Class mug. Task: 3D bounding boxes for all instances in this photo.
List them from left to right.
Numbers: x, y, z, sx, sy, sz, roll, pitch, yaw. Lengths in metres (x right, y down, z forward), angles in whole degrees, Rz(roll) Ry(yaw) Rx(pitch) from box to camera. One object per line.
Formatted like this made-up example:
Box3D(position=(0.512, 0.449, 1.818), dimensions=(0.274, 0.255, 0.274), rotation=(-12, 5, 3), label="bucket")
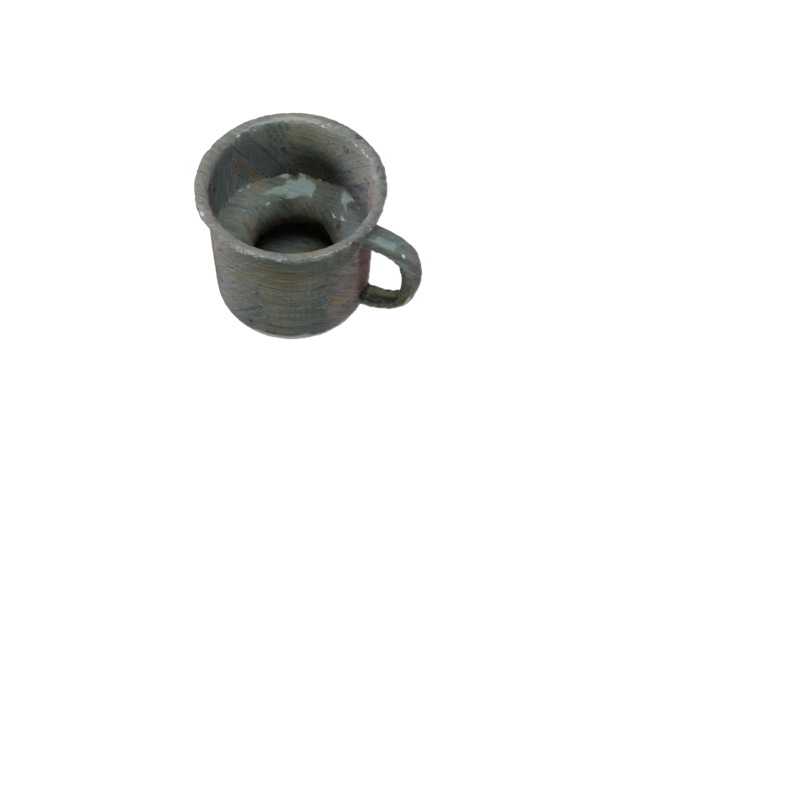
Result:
Box3D(position=(-0.044, -0.080, 0.560), dimensions=(0.120, 0.097, 0.076), rotation=(21, -31, 12), label="mug")
